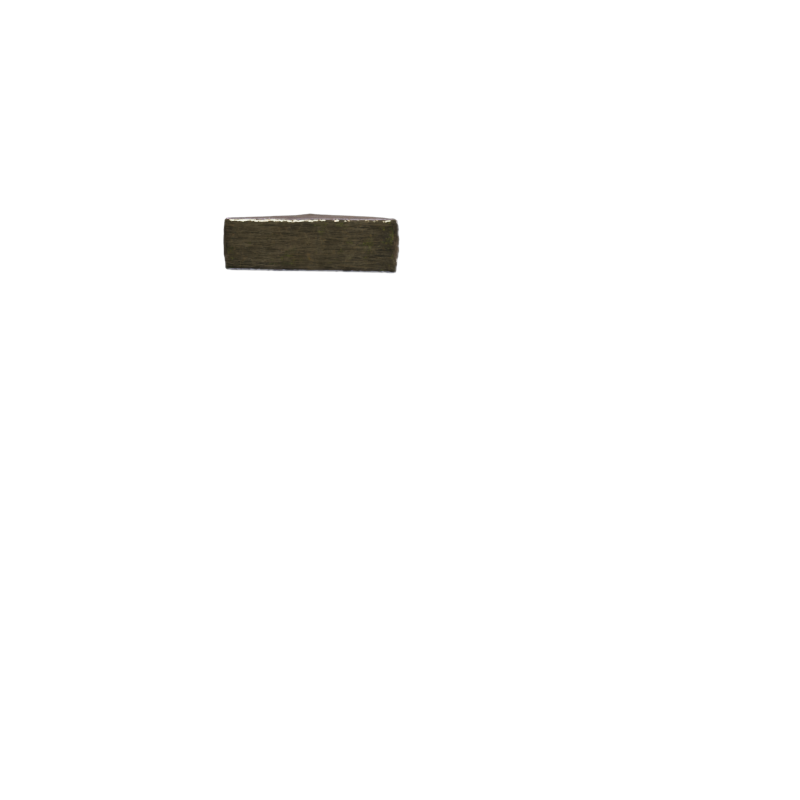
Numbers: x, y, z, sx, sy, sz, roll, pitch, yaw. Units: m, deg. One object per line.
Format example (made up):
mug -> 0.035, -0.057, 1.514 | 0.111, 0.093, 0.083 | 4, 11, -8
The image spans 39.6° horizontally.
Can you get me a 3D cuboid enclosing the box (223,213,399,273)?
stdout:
box -> -0.046, -0.084, 0.592 | 0.089, 0.030, 0.074 | 0, 8, 0
